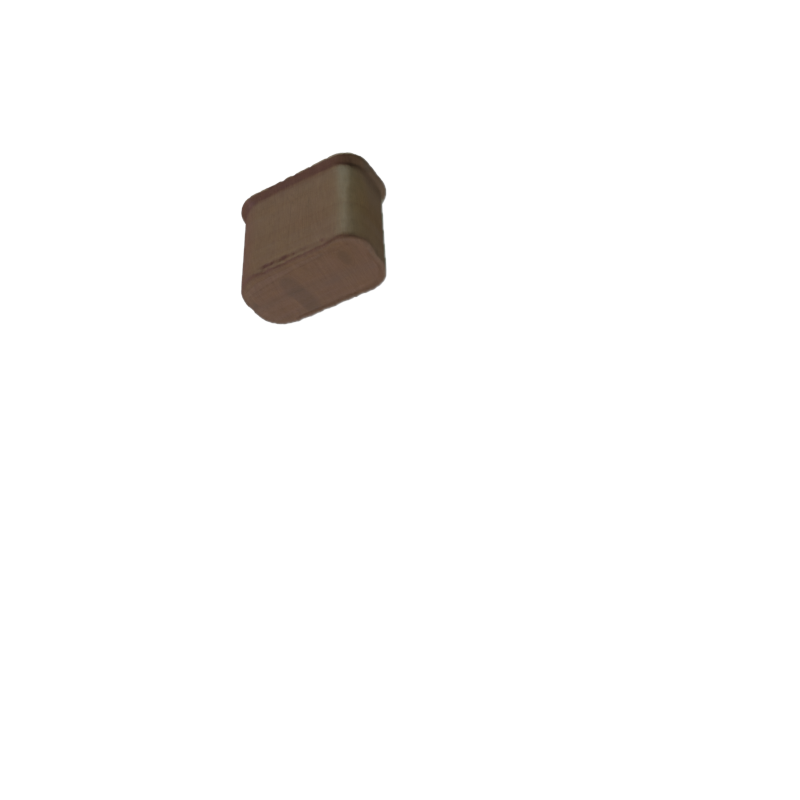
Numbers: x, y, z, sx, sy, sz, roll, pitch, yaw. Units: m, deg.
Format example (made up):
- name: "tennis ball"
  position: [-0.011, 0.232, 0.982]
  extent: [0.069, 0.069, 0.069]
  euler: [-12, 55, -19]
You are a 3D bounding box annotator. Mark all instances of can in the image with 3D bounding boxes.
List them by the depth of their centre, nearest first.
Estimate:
- name: "can"
  position: [-0.059, -0.107, 0.750]
  extent: [0.102, 0.090, 0.053]
  euler: [-23, -47, 21]
